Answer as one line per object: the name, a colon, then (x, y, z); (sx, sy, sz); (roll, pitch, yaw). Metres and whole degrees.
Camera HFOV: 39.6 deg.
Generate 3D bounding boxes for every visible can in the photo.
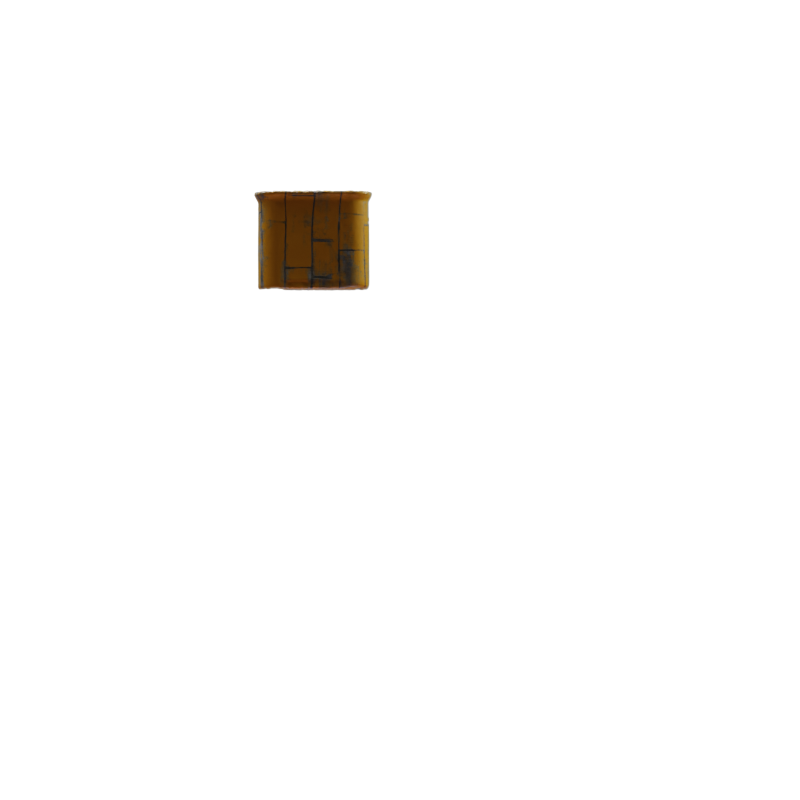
can: (-0.076, -0.138, 0.967); (0.102, 0.084, 0.057); (0, -1, -1)
